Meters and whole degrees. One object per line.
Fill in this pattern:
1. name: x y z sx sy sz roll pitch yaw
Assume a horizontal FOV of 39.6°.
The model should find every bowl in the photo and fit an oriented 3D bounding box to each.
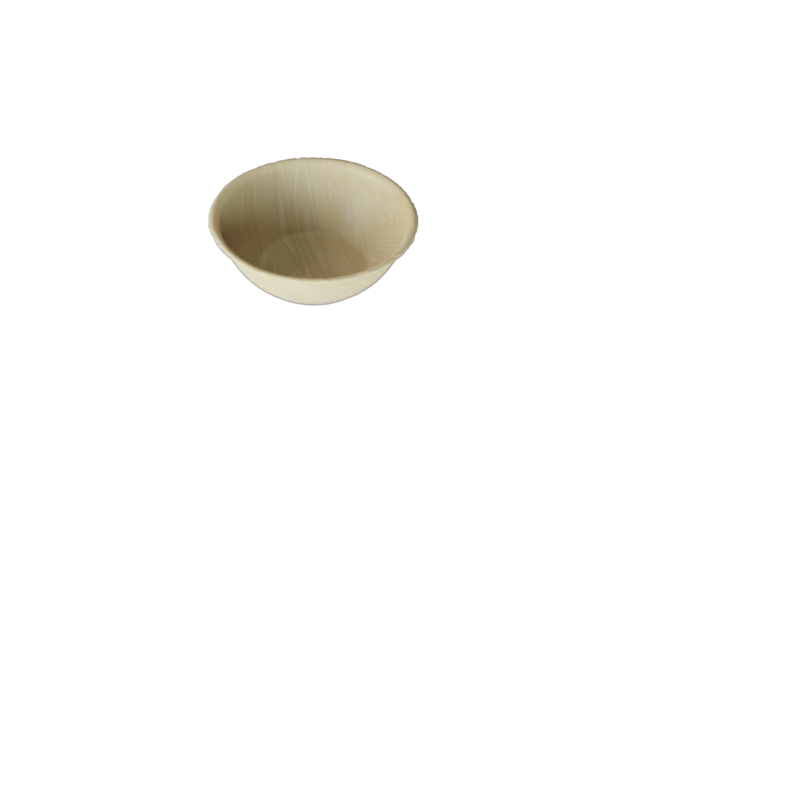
1. bowl: -0.068 -0.124 0.871 0.162 0.051 0.174 -1 43 -1
